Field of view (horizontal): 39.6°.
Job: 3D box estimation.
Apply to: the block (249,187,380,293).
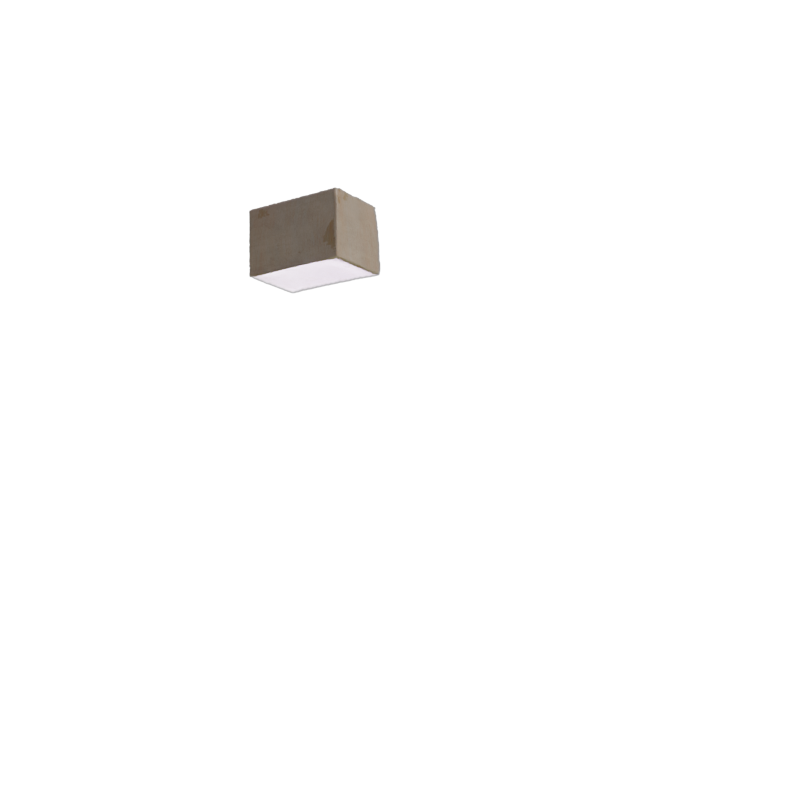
[{"bbox_3d":[-0.061,-0.111,0.774,0.080,0.053,0.050,-9,-17,32],"label":"block"}]
